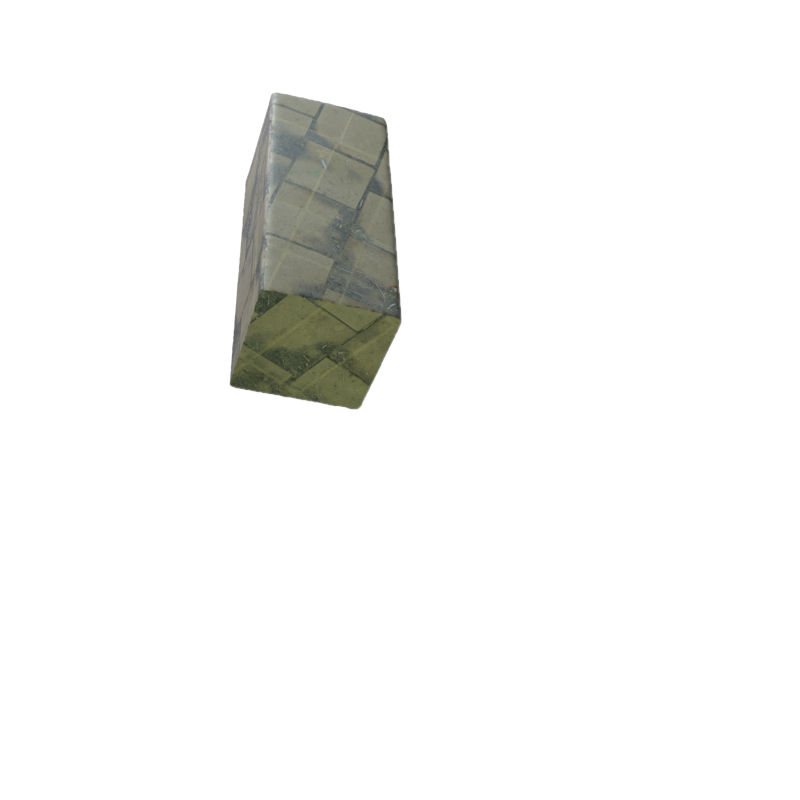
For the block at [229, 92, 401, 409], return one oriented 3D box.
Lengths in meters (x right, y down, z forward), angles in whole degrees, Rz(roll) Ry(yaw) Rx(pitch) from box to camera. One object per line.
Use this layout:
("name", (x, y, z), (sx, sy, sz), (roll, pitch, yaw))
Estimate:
("block", (-0.059, -0.108, 0.757), (0.088, 0.221, 0.086), (11, -46, -14))
